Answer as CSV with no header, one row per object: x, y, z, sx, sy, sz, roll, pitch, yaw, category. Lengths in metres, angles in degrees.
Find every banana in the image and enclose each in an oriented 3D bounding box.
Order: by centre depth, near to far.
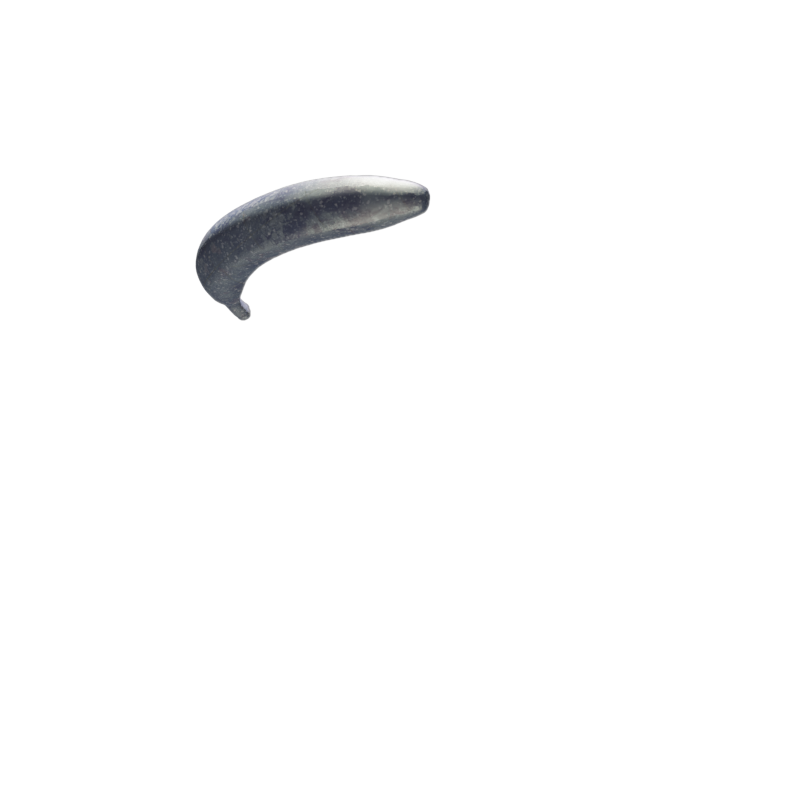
-0.069,-0.097,0.661,0.066,0.038,0.199,14,-22,-36,banana
